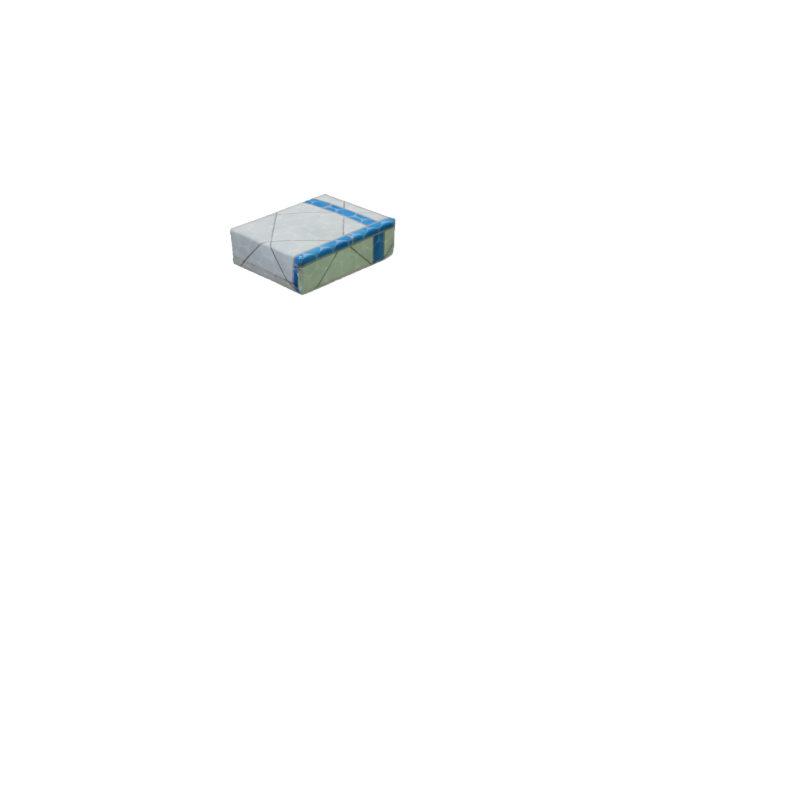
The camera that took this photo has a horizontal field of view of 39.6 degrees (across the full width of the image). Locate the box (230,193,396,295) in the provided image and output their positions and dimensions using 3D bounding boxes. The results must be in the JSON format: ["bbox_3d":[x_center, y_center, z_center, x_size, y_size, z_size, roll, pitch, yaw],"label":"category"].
[{"bbox_3d":[-0.074,-0.134,0.940,0.112,0.037,0.096,-26,38,-38],"label":"box"}]
